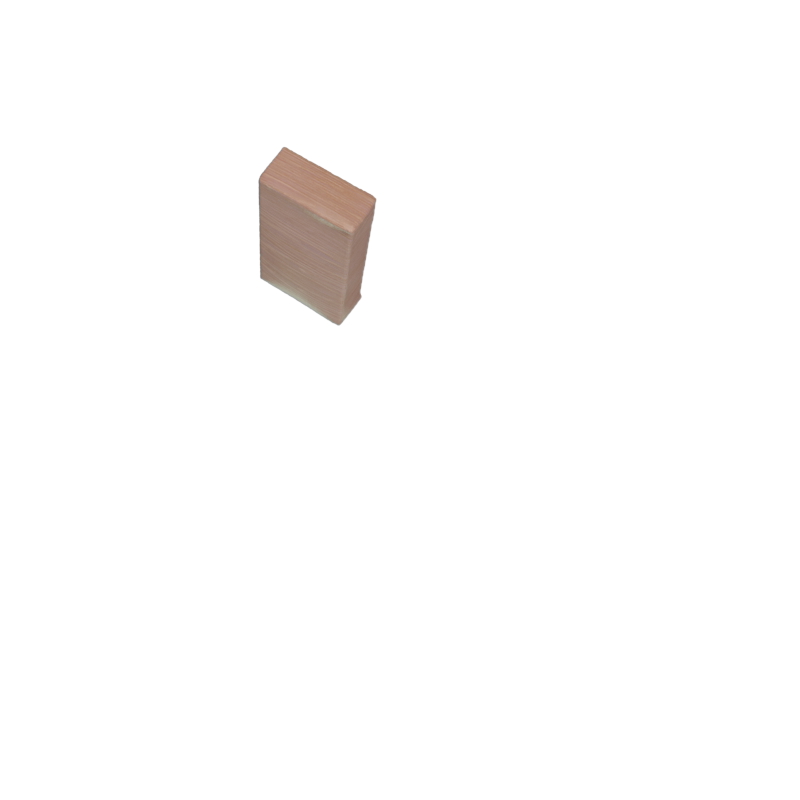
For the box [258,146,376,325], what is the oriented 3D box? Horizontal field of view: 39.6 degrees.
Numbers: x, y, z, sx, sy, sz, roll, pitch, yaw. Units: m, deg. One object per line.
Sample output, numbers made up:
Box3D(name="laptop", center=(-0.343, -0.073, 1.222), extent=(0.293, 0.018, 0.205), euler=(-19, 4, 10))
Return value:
Box3D(name="box", center=(-0.076, -0.137, 0.961), extent=(0.096, 0.049, 0.167), euler=(32, -20, 9))
